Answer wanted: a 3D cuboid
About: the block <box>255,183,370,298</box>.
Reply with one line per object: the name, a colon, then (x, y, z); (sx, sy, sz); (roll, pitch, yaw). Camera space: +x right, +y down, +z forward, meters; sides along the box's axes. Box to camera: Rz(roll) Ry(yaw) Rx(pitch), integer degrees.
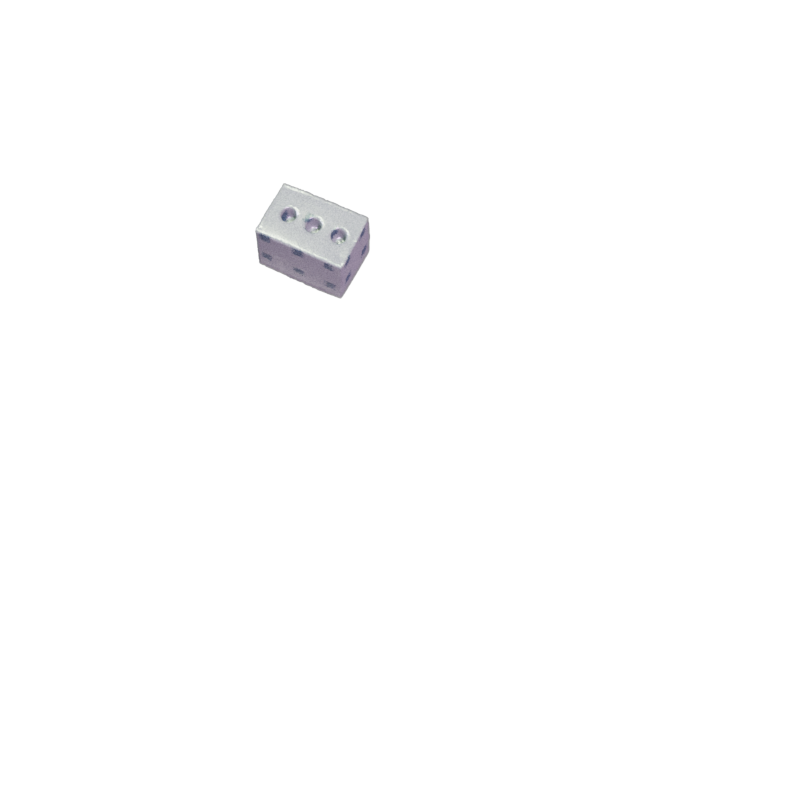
block: (-0.069, -0.126, 0.884); (0.080, 0.055, 0.048); (23, -26, 11)
